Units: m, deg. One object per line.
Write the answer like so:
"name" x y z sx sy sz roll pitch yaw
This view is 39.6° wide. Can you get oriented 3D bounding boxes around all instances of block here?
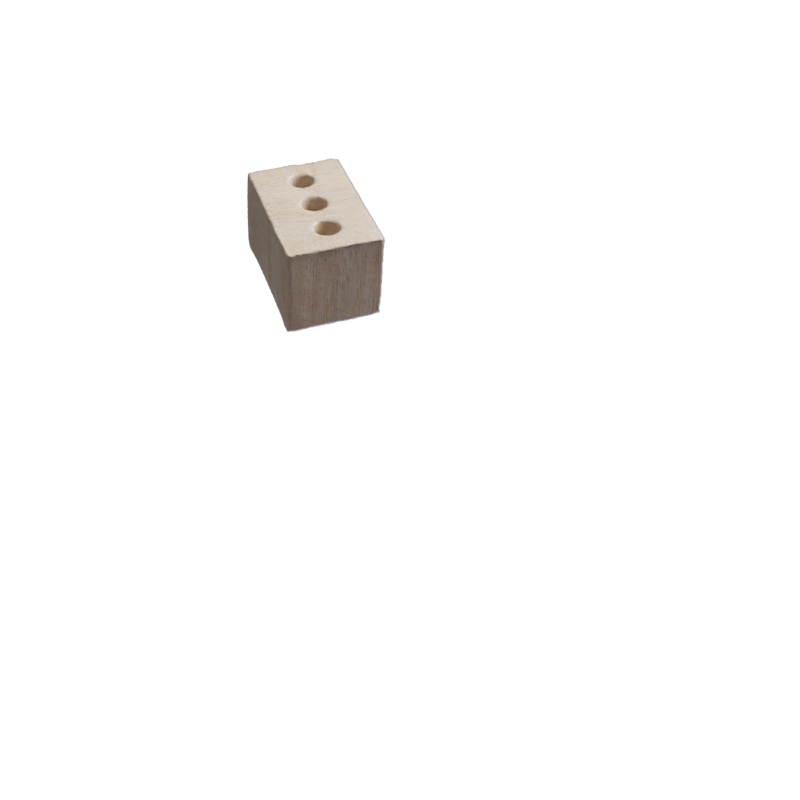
"block" -0.046 -0.083 0.581 0.052 0.048 0.084 -12 44 -15
